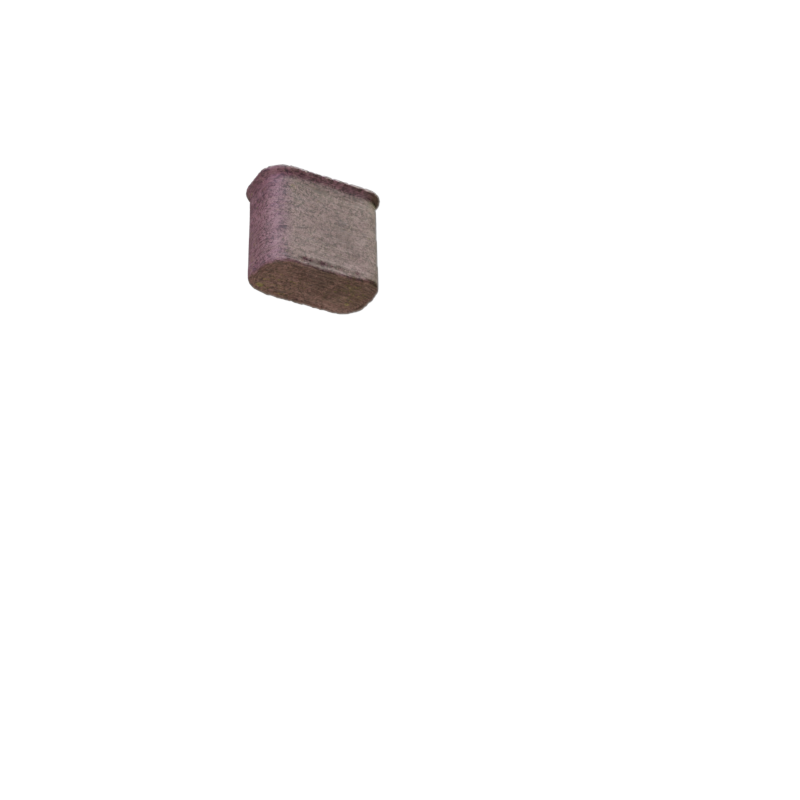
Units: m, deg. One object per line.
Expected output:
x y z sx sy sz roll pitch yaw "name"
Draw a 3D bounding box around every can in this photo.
-0.065 -0.119 0.834 0.098 0.089 0.056 14 -33 -25 "can"
